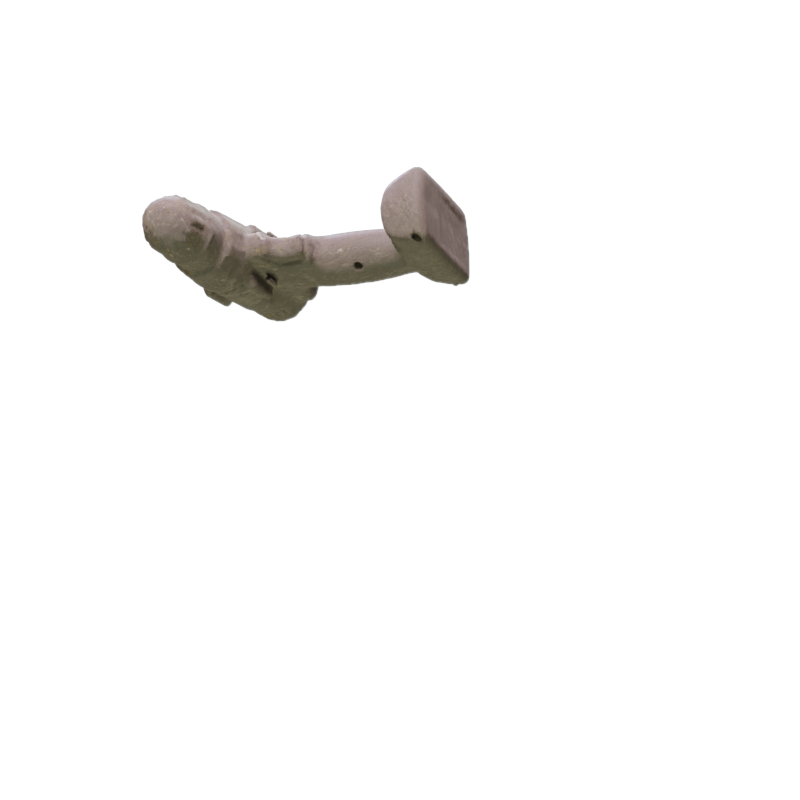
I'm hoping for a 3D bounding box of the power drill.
[{"bbox_3d":[-0.059,-0.108,0.759,0.192,0.060,0.173,-6,-14,24],"label":"power drill"}]
